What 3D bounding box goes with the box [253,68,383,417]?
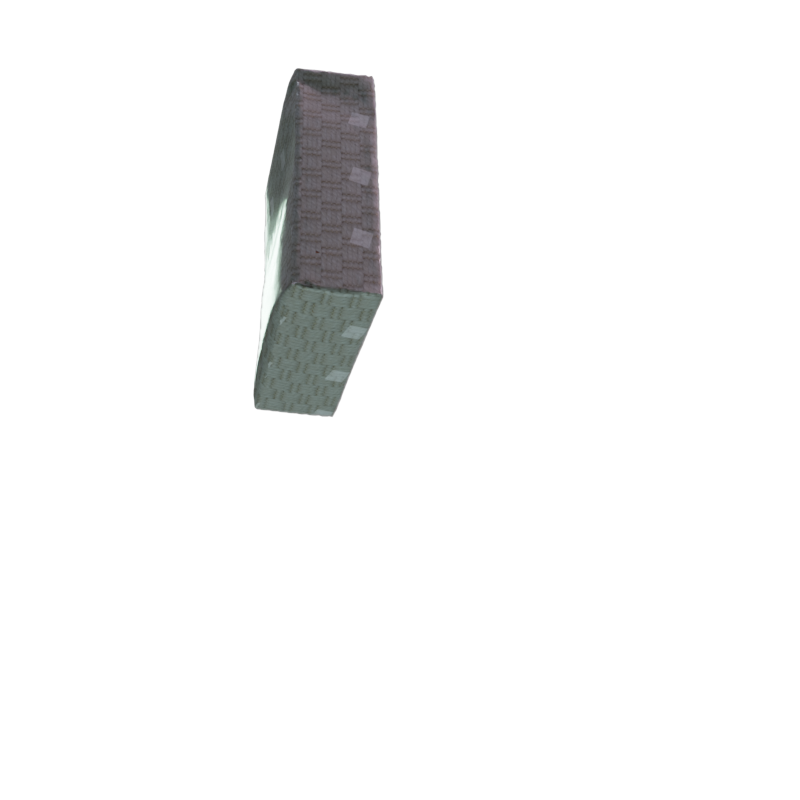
[{"bbox_3d":[-0.066,-0.121,0.849,0.071,0.229,0.156,6,-36,-13],"label":"box"}]
